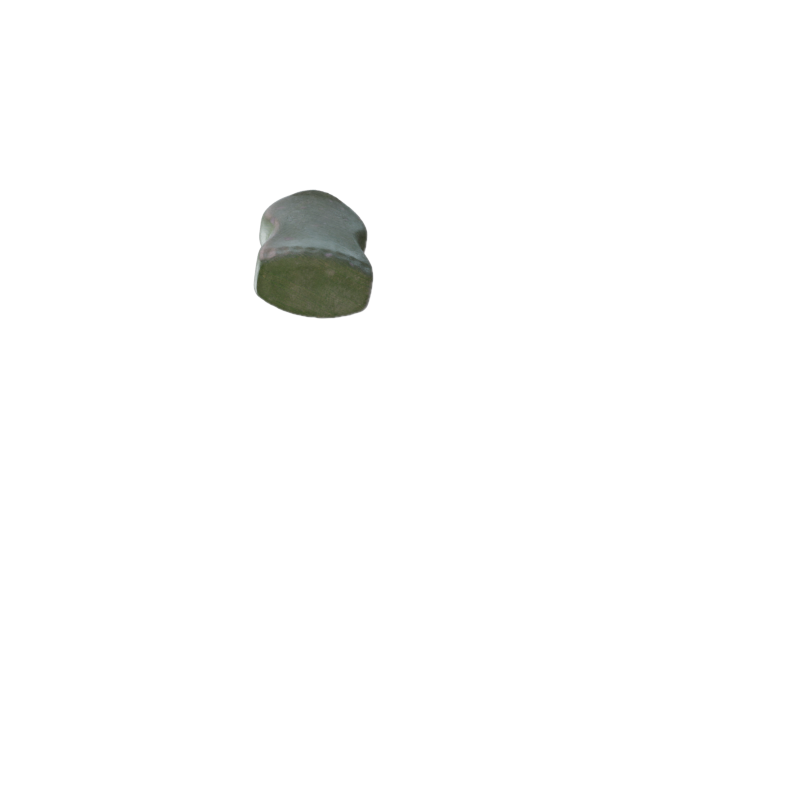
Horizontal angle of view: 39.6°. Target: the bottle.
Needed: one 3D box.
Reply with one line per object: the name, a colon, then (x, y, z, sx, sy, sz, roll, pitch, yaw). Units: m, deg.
bottle: (-0.076, -0.140, 0.976, 0.095, 0.055, 0.203, 5, 29, -6)
